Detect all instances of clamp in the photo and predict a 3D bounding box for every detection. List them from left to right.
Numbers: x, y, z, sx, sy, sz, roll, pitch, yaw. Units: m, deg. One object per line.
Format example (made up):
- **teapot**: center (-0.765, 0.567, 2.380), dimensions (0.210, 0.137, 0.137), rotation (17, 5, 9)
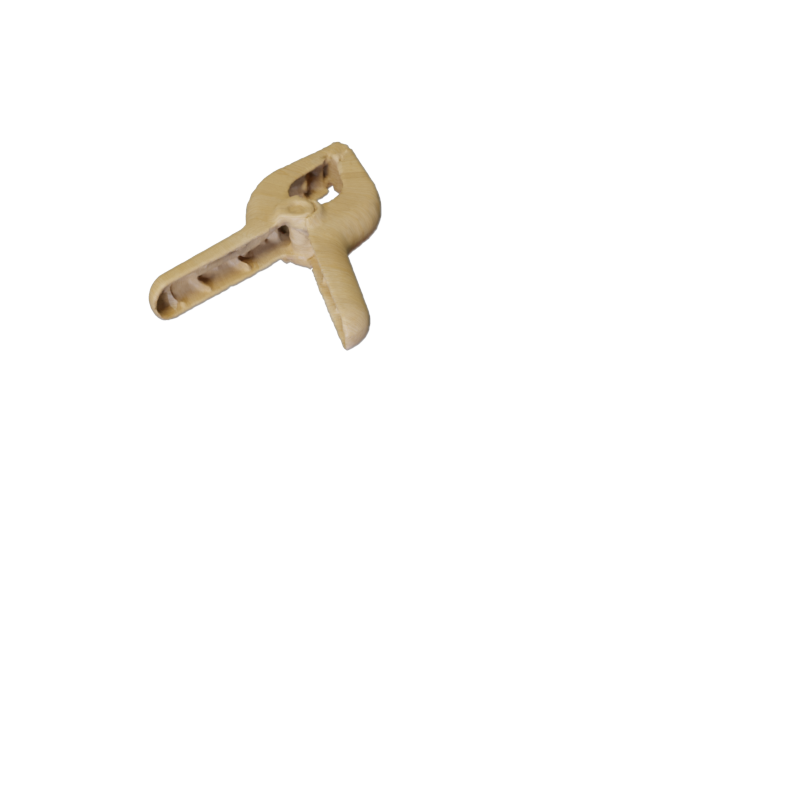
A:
- **clamp**: center (-0.049, -0.089, 0.624), dimensions (0.124, 0.036, 0.178), rotation (18, 47, 17)
